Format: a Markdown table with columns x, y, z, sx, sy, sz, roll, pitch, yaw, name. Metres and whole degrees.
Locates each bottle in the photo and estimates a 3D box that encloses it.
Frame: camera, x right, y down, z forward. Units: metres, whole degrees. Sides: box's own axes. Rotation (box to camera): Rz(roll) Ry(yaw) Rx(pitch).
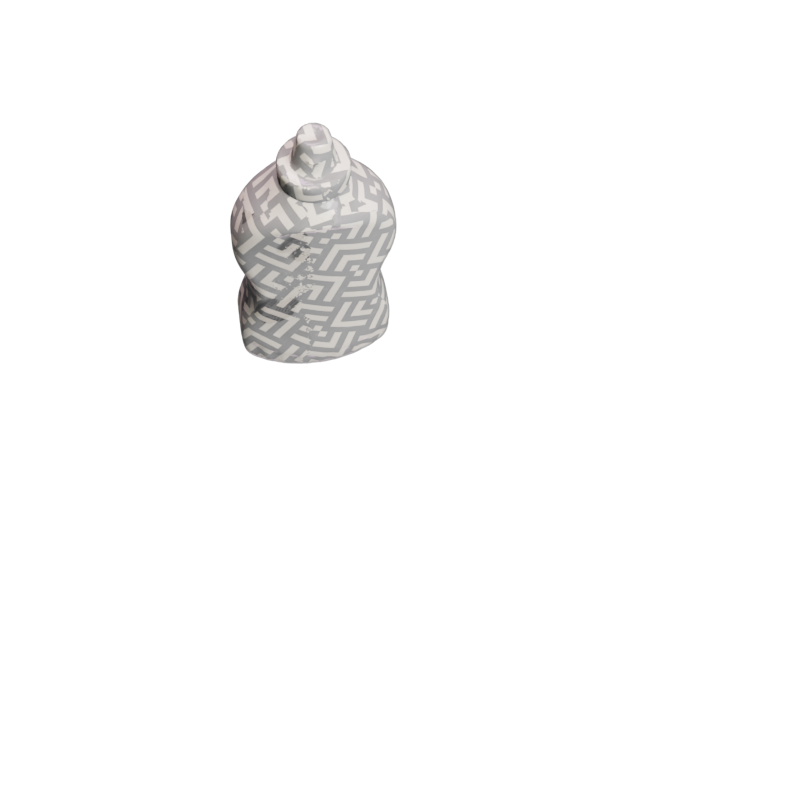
| x | y | z | sx | sy | sz | roll | pitch | yaw | name |
| --- | --- | --- | --- | --- | --- | --- | --- | --- | --- |
| -0.051 | -0.093 | 0.655 | 0.095 | 0.063 | 0.180 | -6 | -31 | -7 | bottle |
